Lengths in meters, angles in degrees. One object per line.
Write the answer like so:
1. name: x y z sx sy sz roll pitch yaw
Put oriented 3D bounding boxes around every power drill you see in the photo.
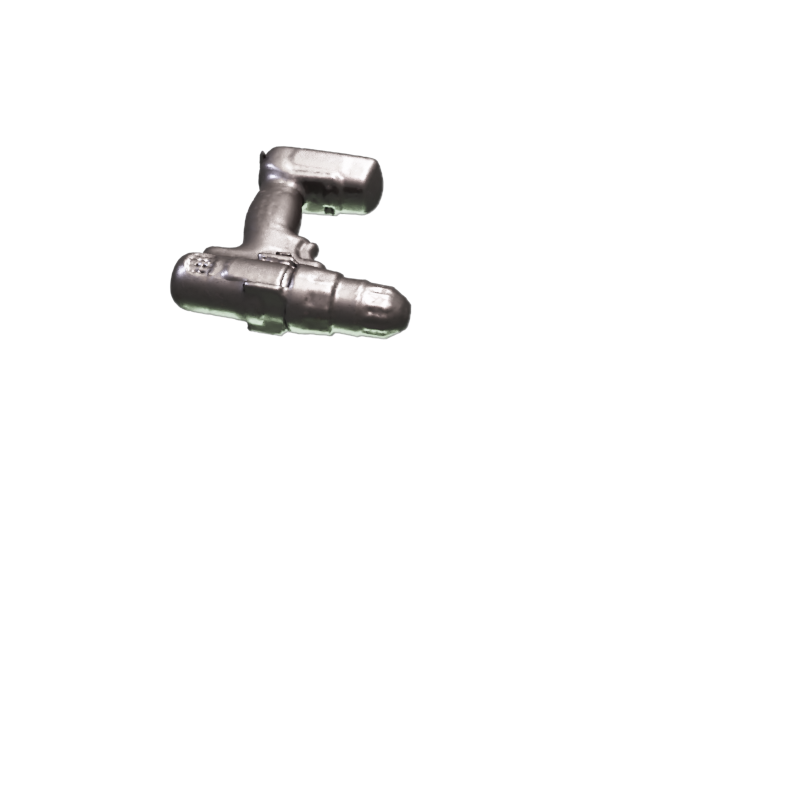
1. power drill: -0.069 -0.126 0.880 0.188 0.053 0.197 9 43 10
